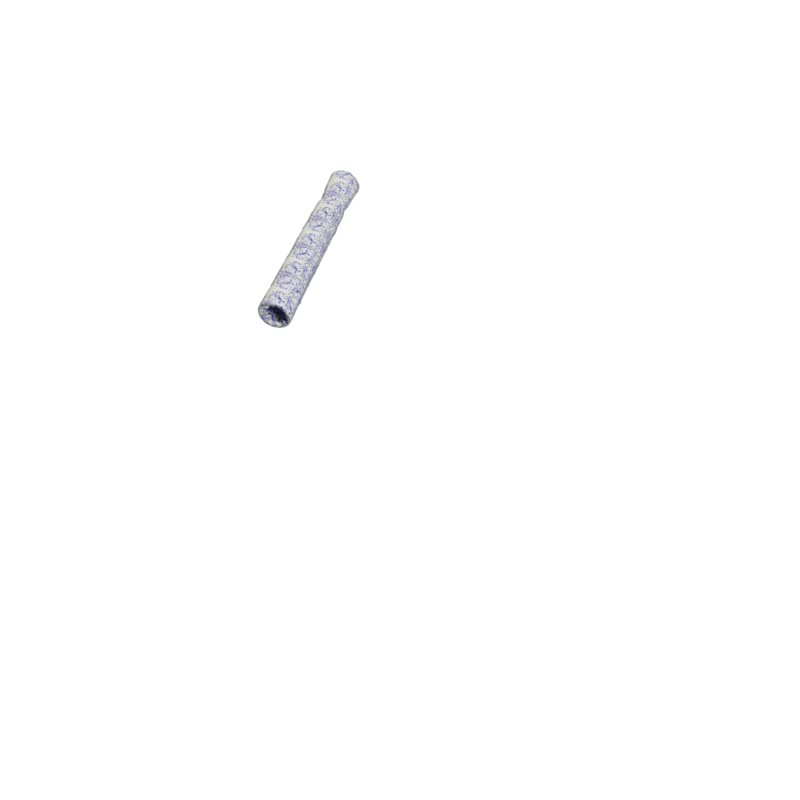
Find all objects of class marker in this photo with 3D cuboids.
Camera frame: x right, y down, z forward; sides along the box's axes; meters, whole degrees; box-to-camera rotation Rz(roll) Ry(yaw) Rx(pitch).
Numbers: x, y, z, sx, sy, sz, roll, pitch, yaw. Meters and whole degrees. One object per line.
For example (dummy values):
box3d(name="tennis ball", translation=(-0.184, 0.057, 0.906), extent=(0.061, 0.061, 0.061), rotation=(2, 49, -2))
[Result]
box3d(name="marker", translation=(-0.048, -0.088, 0.617), extent=(0.020, 0.018, 0.127), rotation=(0, 44, 22))
